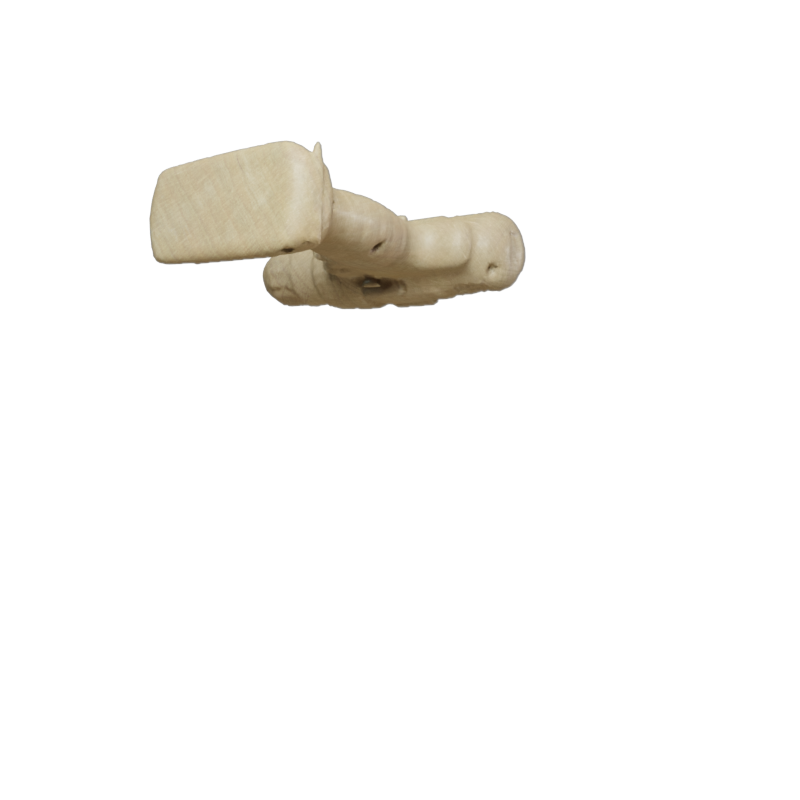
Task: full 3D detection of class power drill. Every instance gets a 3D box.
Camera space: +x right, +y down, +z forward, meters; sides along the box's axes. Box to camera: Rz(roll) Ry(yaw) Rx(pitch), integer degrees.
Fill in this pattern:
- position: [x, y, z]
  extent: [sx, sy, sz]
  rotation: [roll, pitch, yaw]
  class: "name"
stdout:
- position: [-0.049, -0.090, 0.628]
  extent: [0.190, 0.059, 0.178]
  rotation: [-4, -7, 37]
  class: "power drill"
